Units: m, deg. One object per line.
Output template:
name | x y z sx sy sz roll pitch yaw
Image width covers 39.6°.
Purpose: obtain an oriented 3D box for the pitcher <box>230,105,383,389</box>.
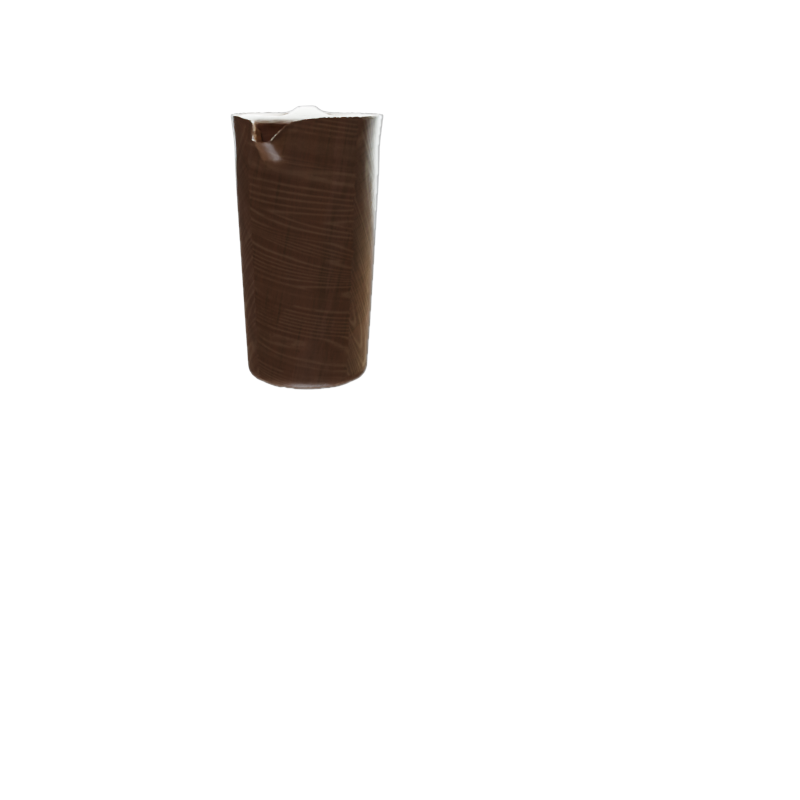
pitcher | -0.078 -0.142 0.995 0.146 0.237 0.152 -4 12 -22
